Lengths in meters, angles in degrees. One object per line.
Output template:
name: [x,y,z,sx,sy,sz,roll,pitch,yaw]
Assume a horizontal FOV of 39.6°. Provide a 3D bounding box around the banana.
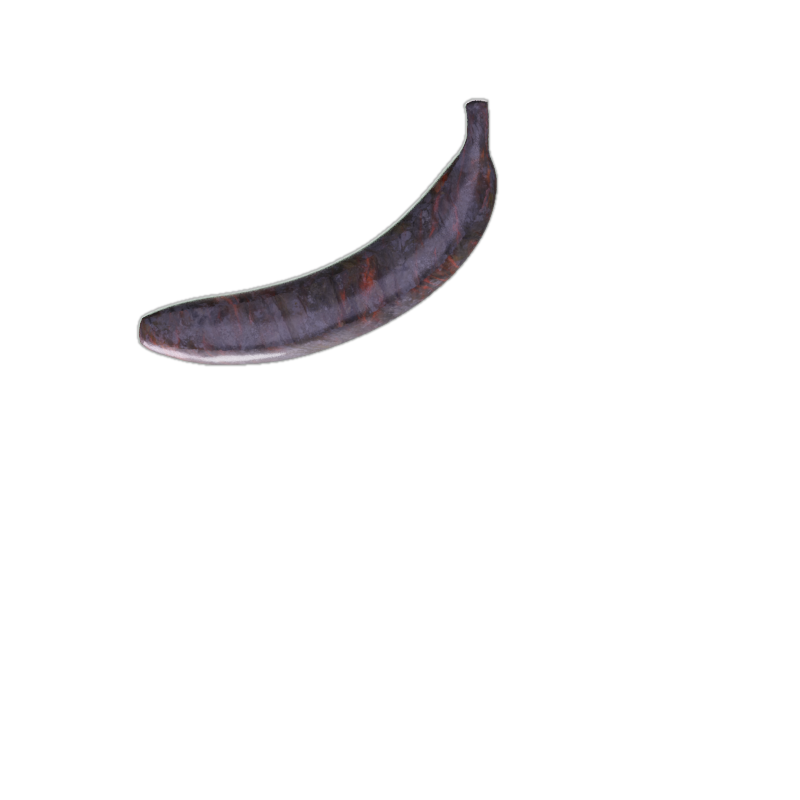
banana: [-0.028,-0.062,0.527,0.197,0.068,0.038,-33,9,5]
